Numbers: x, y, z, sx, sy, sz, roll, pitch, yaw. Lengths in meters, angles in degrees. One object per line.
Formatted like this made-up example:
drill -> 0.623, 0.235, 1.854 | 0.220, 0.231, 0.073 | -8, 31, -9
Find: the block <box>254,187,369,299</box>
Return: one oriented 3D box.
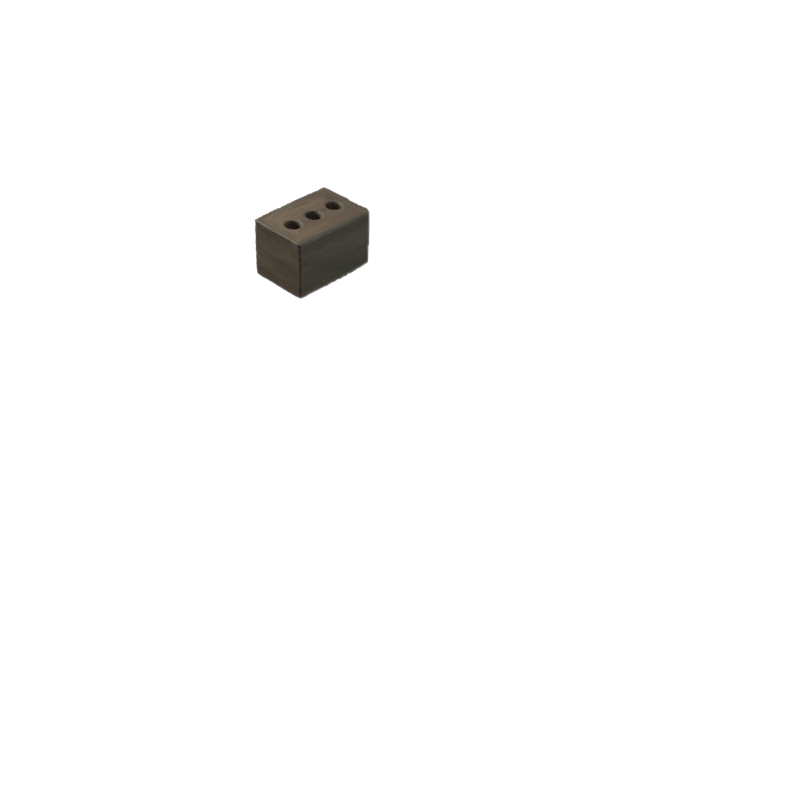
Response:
block -> -0.068, -0.124, 0.871 | 0.056, 0.048, 0.078 | 30, 45, 33
